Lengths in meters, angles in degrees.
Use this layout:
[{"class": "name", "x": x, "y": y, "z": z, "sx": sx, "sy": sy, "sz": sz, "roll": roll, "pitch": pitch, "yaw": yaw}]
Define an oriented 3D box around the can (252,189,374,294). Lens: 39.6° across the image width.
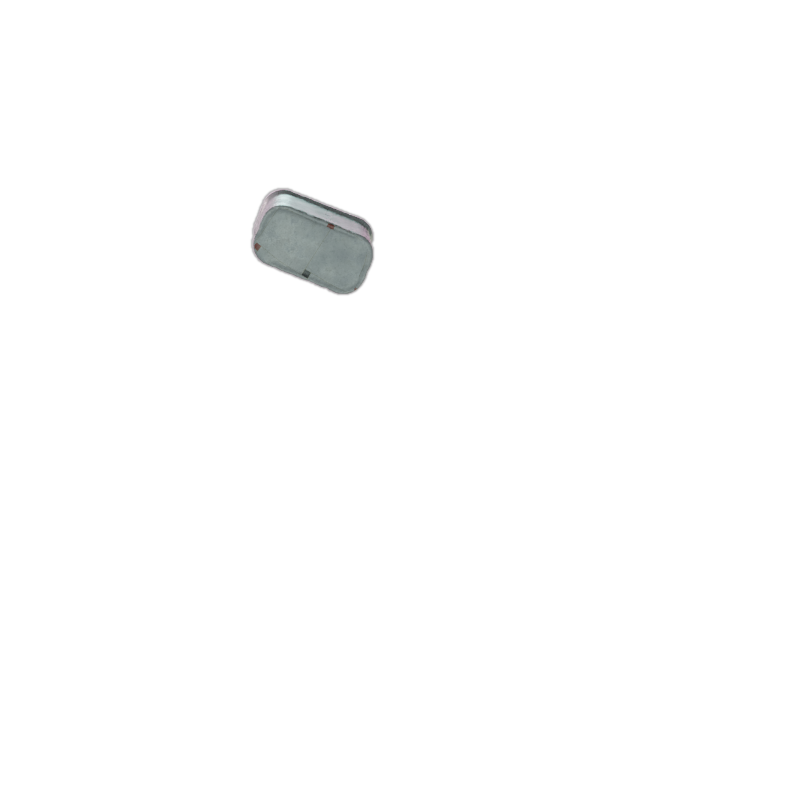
[{"class": "can", "x": -0.072, "y": -0.132, "z": 0.926, "sx": 0.101, "sy": 0.056, "sz": 0.086, "roll": 21, "pitch": 13, "yaw": -6}]
